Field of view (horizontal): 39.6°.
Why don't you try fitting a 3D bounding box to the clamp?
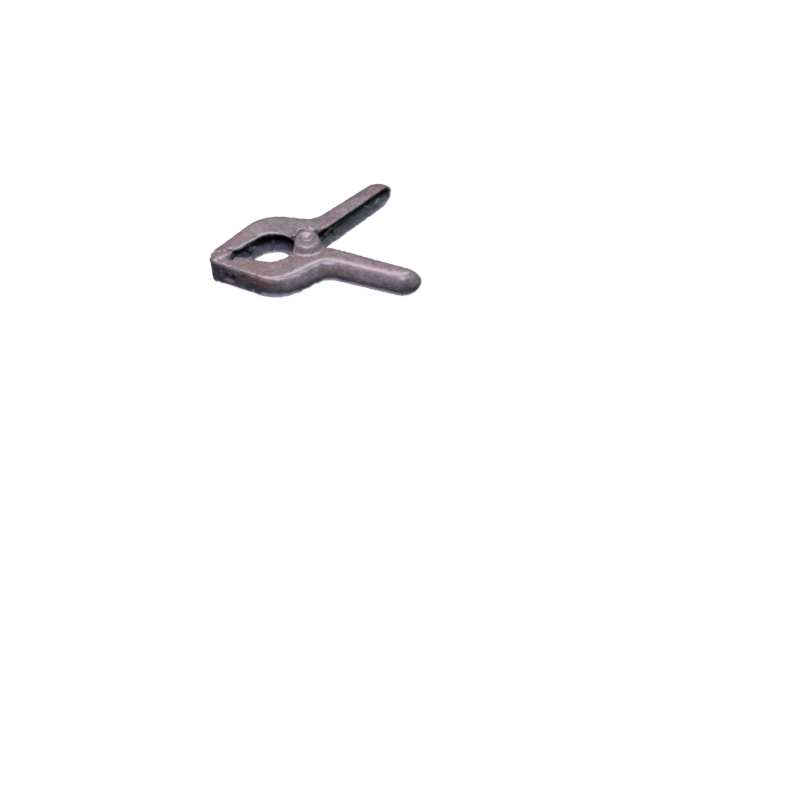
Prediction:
[{"bbox_3d":[-0.073,-0.133,0.931,0.171,0.129,0.036,-2,-45,-2],"label":"clamp"}]
